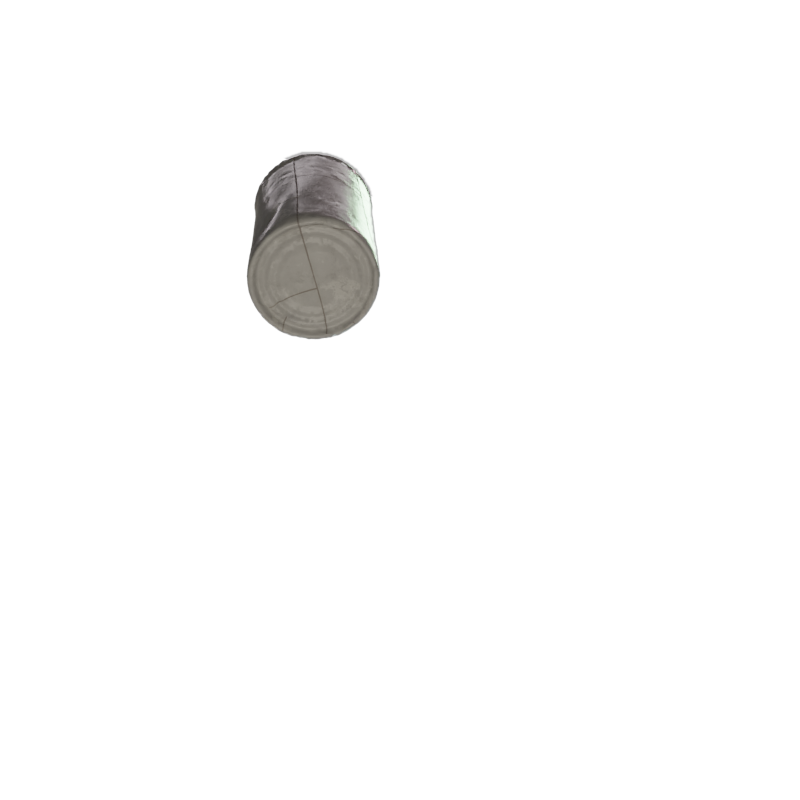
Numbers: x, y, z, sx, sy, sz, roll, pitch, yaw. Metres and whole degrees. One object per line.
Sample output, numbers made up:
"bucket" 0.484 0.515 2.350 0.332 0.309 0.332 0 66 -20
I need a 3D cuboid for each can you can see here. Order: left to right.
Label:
"can" -0.046 -0.085 0.592 0.068 0.065 0.108 0 27 -3
